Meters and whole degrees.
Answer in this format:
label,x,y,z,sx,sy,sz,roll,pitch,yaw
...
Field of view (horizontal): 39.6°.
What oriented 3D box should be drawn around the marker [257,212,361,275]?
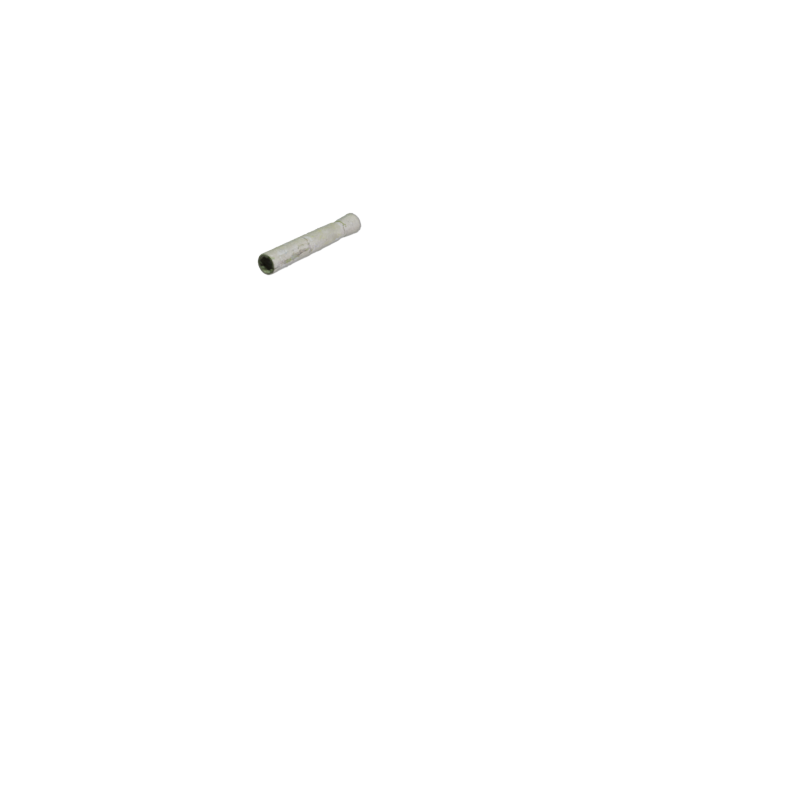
label,x,y,z,sx,sy,sz,roll,pitch,yaw
marker,-0.074,-0.134,0.939,0.021,0.019,0.121,3,26,39
